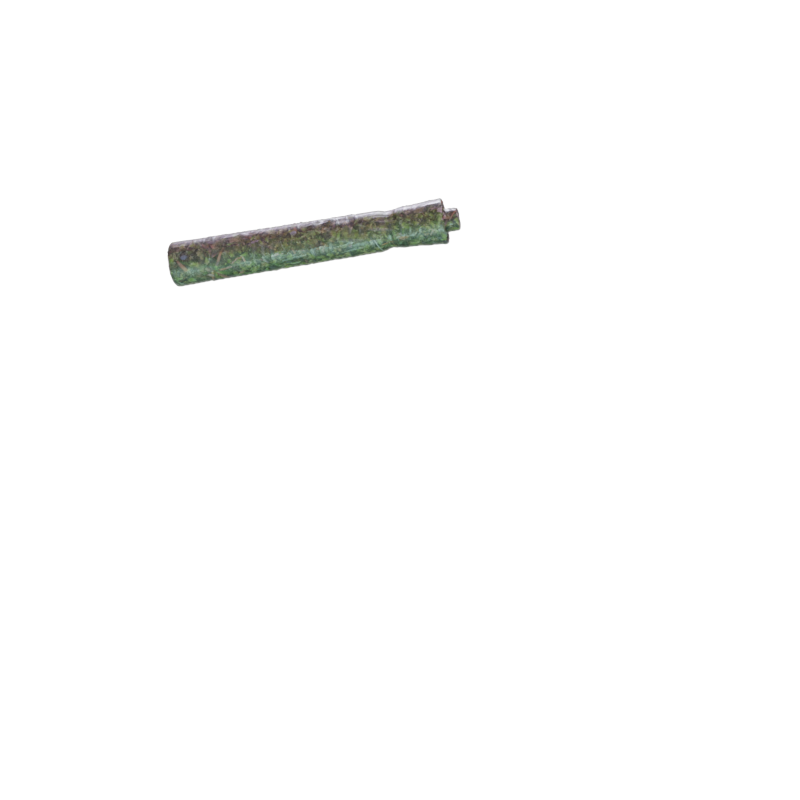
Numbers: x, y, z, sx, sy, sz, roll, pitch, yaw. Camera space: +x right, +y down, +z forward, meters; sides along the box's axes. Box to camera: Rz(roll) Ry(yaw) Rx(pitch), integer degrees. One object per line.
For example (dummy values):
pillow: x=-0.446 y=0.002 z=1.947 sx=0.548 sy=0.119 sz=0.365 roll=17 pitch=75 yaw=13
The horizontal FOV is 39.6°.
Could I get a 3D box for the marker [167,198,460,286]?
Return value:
marker: x=-0.036 y=-0.065 z=0.457 sx=0.122 sy=0.020 sz=0.020 roll=-8 pitch=3 yaw=10
